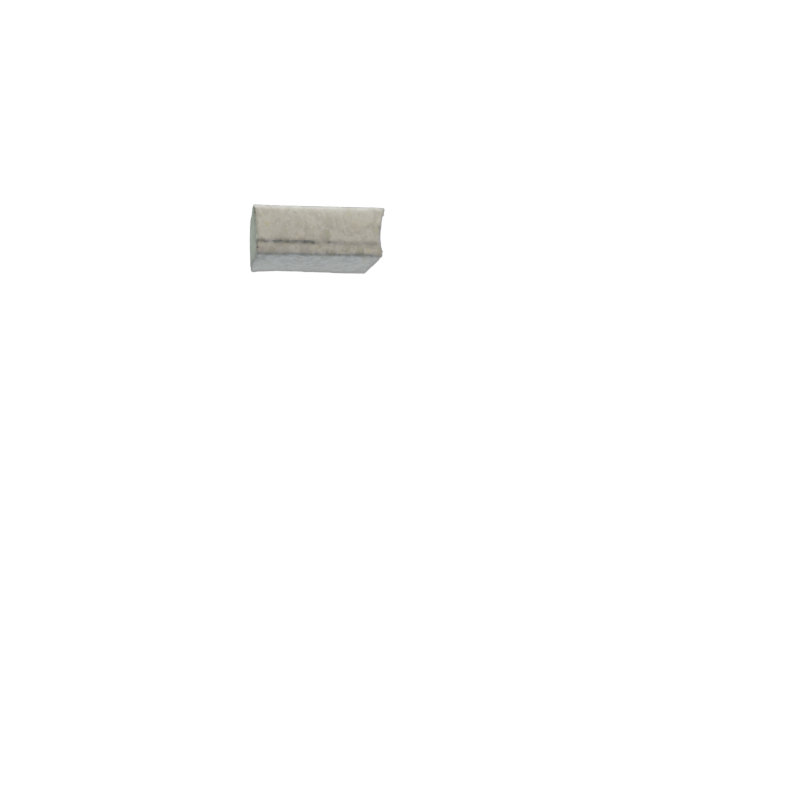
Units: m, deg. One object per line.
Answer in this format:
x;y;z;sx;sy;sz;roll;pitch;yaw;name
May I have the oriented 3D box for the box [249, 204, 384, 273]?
-0.062;-0.113;0.795;0.089;0.039;0.114;0;1;-7;box
